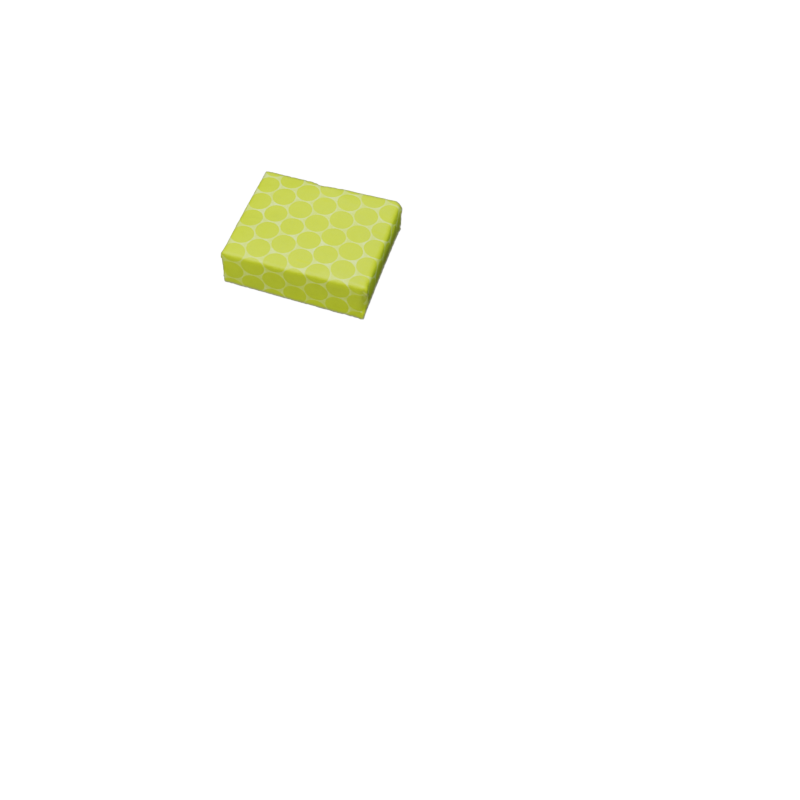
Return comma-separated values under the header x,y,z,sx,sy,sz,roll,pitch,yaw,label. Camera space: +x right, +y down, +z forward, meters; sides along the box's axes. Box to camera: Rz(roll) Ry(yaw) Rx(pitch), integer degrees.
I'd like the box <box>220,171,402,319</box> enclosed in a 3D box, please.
x,y,z,sx,sy,sz,roll,pitch,yaw,label
-0.051,-0.093,0.655,0.091,0.077,0.028,14,-38,11,box
